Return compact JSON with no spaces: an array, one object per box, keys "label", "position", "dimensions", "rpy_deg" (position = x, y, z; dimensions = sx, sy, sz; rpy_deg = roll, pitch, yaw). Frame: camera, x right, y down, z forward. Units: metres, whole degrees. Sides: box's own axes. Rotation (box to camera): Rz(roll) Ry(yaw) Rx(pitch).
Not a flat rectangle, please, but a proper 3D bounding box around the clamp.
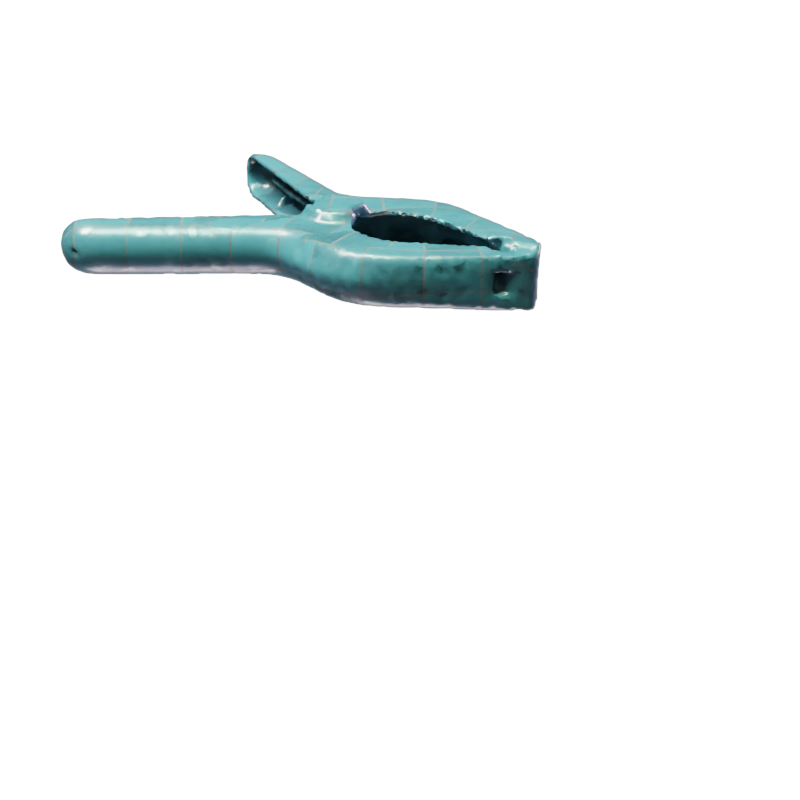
[{"label":"clamp","position":[-0.041,-0.074,0.519],"dimensions":[0.221,0.035,0.164],"rpy_deg":[18,32,32]}]
